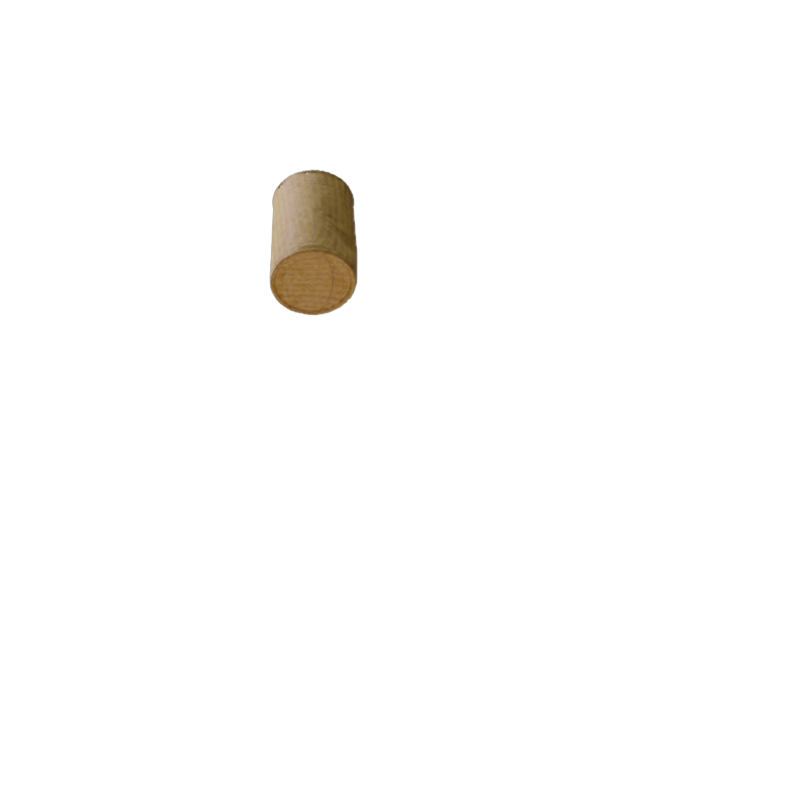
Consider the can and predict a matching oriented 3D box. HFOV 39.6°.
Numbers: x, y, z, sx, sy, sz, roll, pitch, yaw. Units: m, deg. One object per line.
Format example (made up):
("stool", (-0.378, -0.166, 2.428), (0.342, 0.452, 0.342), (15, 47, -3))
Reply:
("can", (-0.069, -0.125, 0.877), (0.068, 0.064, 0.110), (-1, 44, -3))
